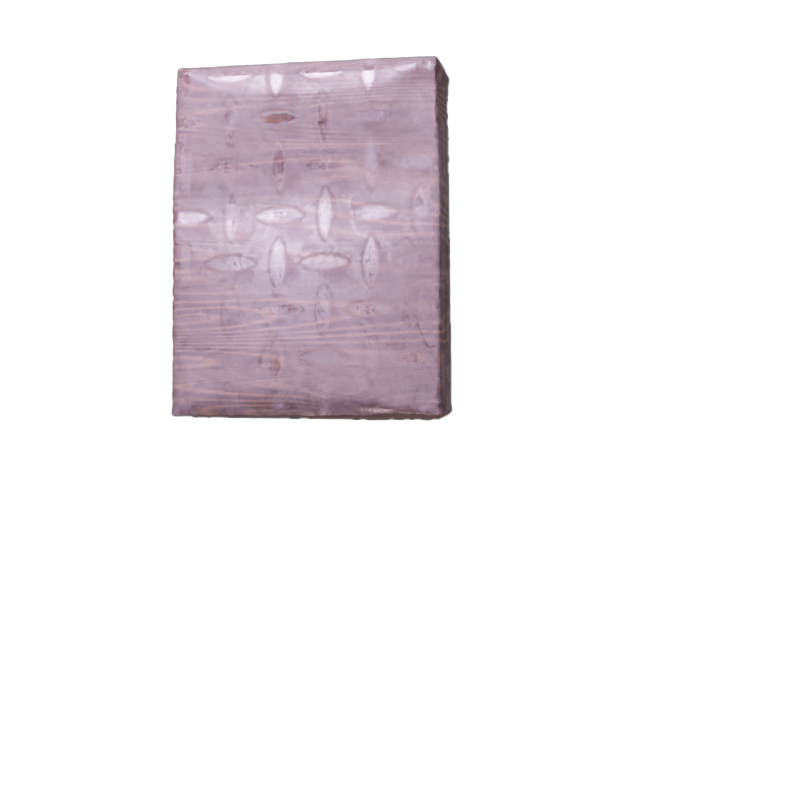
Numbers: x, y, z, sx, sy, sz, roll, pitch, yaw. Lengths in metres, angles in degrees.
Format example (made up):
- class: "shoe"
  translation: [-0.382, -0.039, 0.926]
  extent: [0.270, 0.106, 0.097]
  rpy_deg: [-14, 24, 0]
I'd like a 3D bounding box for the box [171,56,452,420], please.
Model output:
- class: "box"
  translation: [-0.053, -0.097, 0.678]
  extent: [0.166, 0.216, 0.070]
  rpy_deg: [-1, -4, 11]
